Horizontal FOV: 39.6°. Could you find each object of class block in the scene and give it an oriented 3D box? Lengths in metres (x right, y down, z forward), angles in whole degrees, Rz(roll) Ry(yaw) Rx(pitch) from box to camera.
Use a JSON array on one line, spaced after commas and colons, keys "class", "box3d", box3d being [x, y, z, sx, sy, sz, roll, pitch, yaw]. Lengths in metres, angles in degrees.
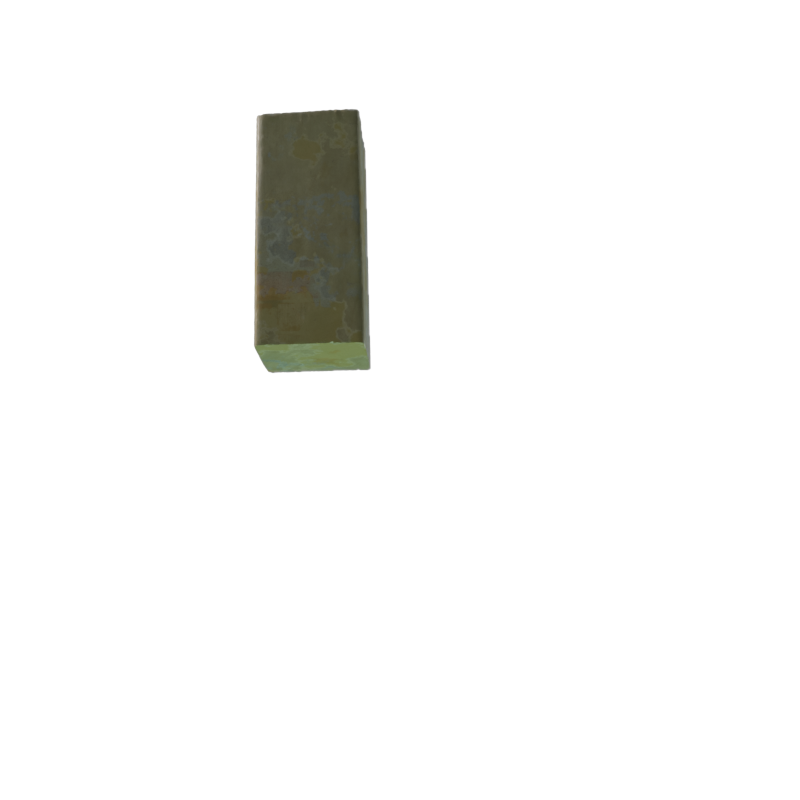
[{"class": "block", "box3d": [-0.075, -0.136, 0.950, 0.091, 0.216, 0.086, -3, -19, 4]}]
